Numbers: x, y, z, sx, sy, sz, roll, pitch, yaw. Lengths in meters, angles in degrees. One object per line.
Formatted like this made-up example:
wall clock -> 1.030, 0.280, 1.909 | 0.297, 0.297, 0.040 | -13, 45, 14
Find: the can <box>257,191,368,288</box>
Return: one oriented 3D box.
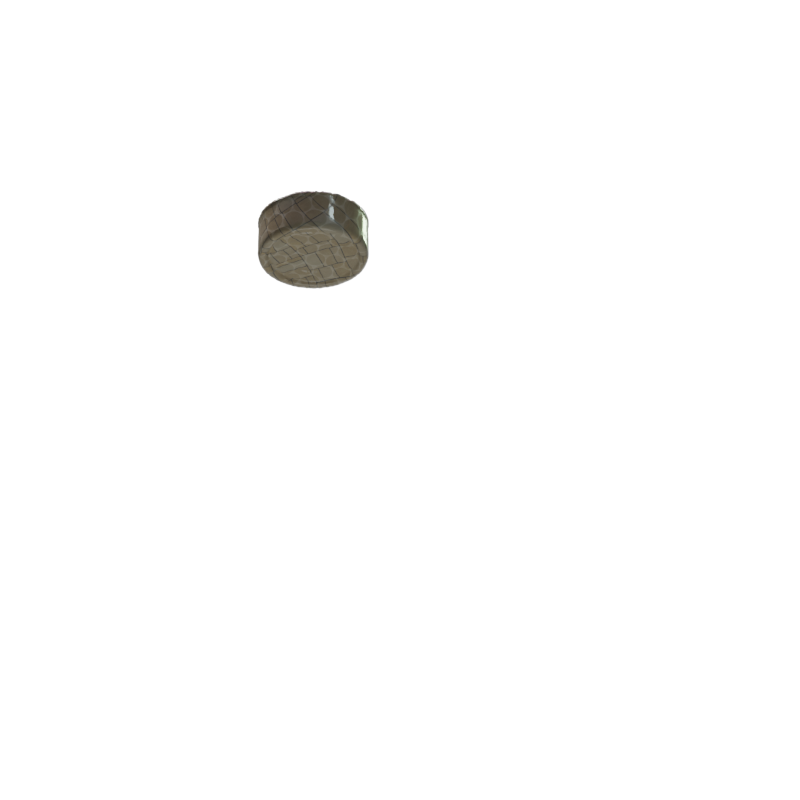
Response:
can -> -0.067, -0.121, 0.850 | 0.086, 0.036, 0.081 | 1, -30, -2
